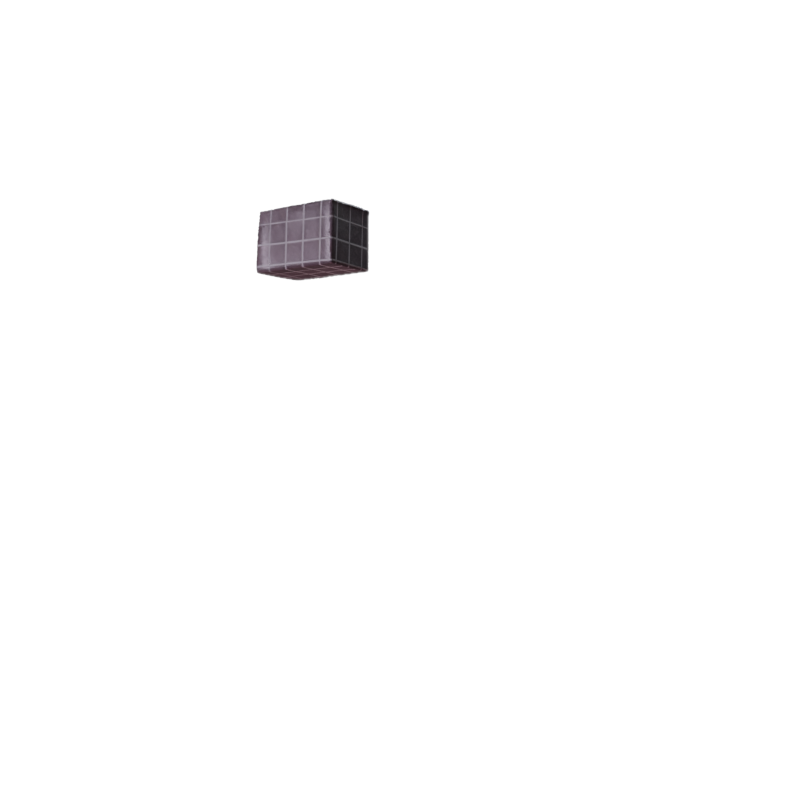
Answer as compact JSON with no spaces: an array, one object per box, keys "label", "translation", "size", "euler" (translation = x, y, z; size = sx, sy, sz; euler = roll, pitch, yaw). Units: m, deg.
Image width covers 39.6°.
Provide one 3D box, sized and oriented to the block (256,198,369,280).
[{"label":"block","translation":[-0.070,-0.128,0.899],"size":[0.080,0.052,0.050],"euler":[-4,-9,35]}]
